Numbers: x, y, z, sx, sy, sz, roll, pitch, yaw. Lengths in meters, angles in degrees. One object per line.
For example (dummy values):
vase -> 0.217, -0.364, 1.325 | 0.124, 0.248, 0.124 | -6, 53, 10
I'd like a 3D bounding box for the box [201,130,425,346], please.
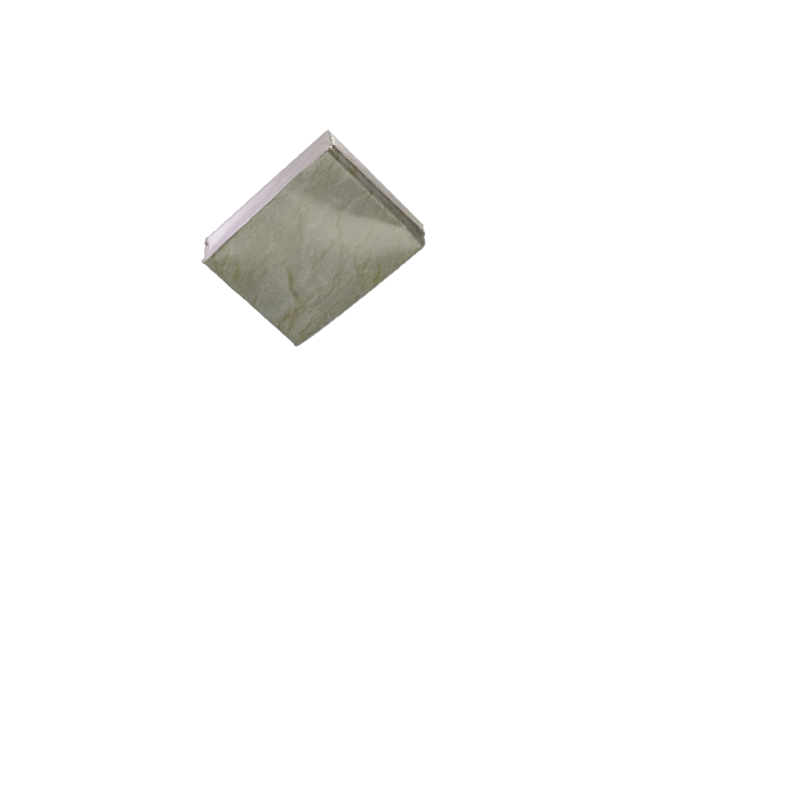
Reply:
box -> -0.054, -0.099, 0.697 | 0.112, 0.086, 0.041 | -39, 21, 17
